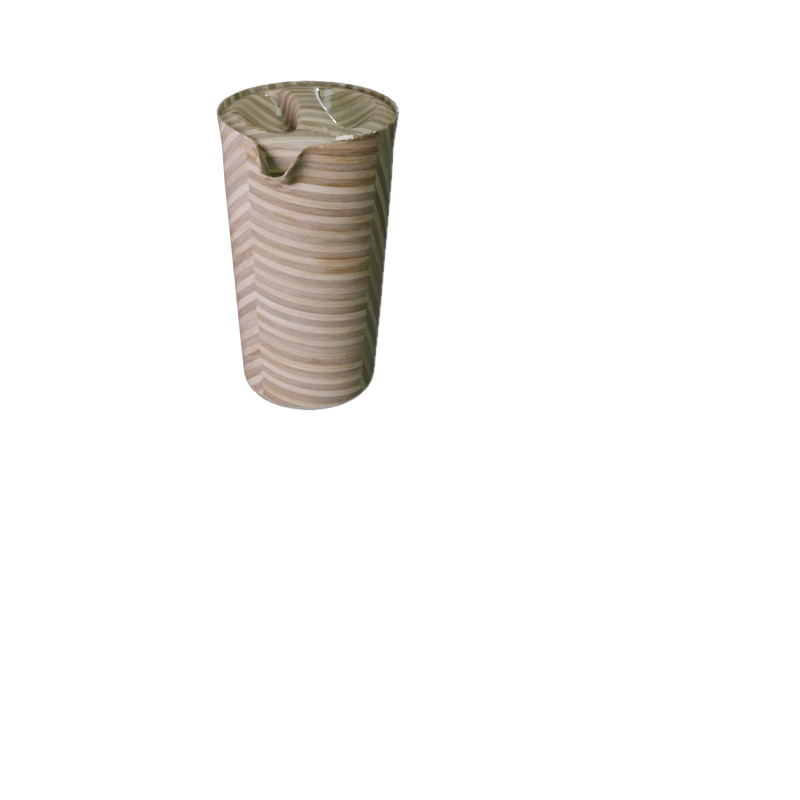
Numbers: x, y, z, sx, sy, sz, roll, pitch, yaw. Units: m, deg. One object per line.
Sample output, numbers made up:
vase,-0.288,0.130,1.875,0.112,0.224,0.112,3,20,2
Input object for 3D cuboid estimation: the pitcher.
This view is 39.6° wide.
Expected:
pitcher,-0.068,-0.124,0.872,0.147,0.229,0.156,-16,35,-28
